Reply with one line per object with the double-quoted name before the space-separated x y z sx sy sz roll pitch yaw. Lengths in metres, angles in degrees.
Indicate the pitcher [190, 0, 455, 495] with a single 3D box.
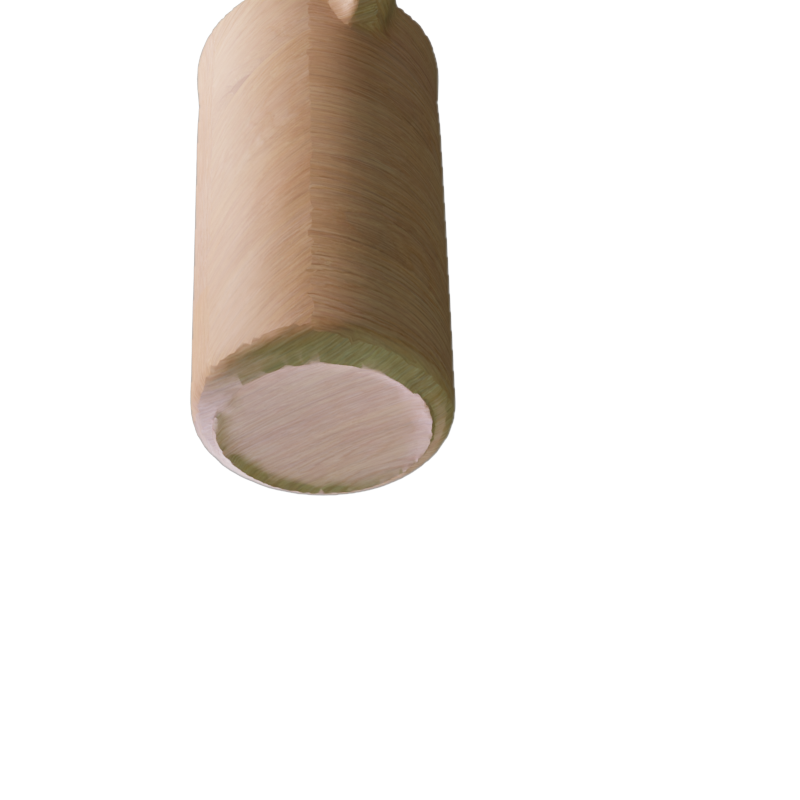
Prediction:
"pitcher" -0.042 -0.077 0.537 0.146 0.261 0.137 -16 -44 14
